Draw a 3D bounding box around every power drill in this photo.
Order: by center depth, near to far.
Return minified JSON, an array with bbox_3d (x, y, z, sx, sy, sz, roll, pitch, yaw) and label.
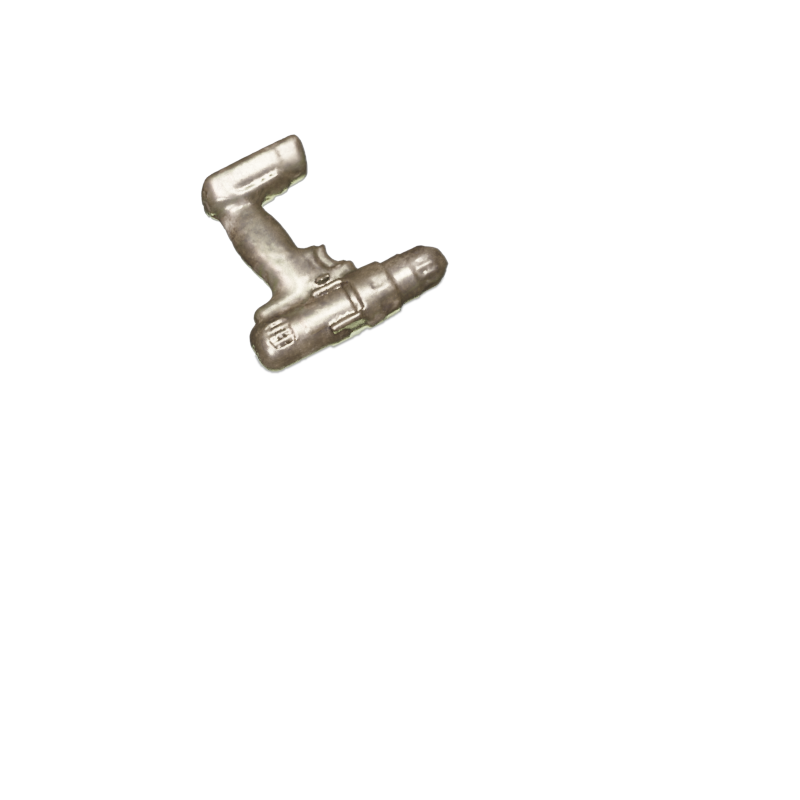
[{"bbox_3d":[-0.076,-0.139,0.971,0.184,0.198,0.054,-27,-21,-12],"label":"power drill"}]
